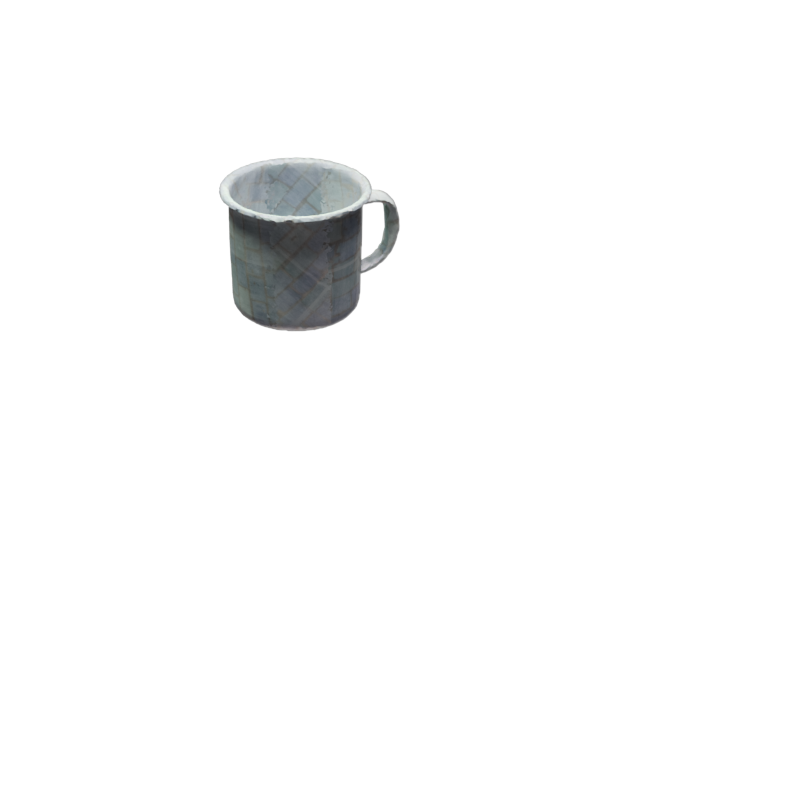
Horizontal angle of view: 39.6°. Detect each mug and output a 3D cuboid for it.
[{"bbox_3d":[-0.054,-0.099,0.696,0.115,0.077,0.100,-15,35,-24],"label":"mug"}]
